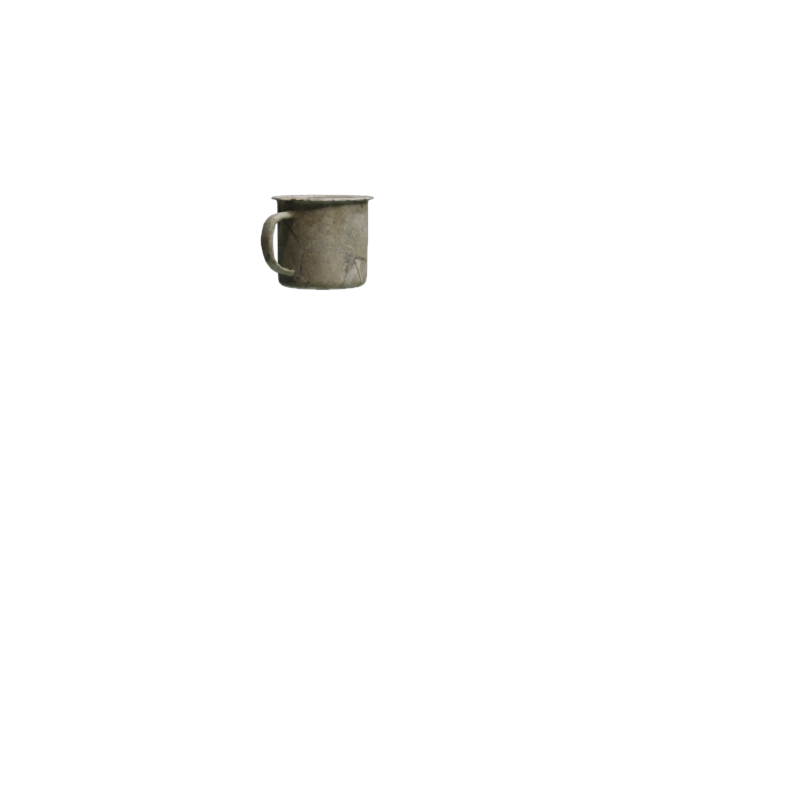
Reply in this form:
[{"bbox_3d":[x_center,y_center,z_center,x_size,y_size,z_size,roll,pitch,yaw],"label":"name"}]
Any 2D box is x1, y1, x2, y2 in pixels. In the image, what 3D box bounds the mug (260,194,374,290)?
[{"bbox_3d":[-0.078,-0.143,0.999,0.098,0.080,0.114,8,13,41],"label":"mug"}]
